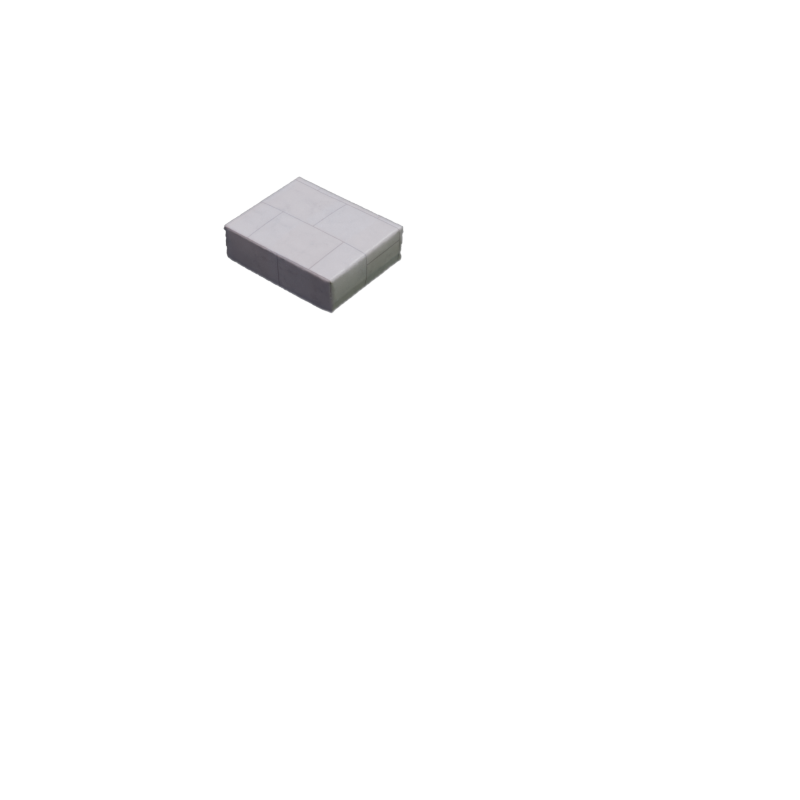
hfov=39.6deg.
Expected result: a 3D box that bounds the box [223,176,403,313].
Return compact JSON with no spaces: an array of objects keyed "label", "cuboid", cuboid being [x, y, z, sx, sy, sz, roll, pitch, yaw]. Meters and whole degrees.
[{"label":"box","cuboid":[-0.068,-0.125,0.873,0.120,0.036,0.091,30,51,27]}]
